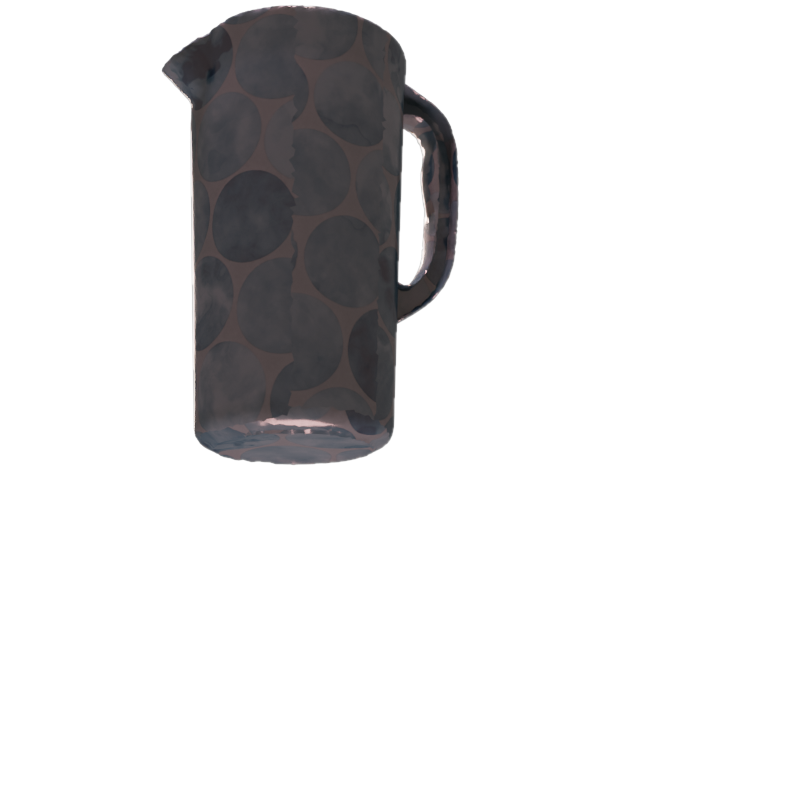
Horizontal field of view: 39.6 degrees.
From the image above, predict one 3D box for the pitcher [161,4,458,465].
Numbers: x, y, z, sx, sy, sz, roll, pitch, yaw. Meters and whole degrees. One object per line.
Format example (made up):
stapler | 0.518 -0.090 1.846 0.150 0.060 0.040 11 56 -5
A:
pitcher | -0.050 -0.091 0.640 0.152 0.255 0.136 -7 -20 17
